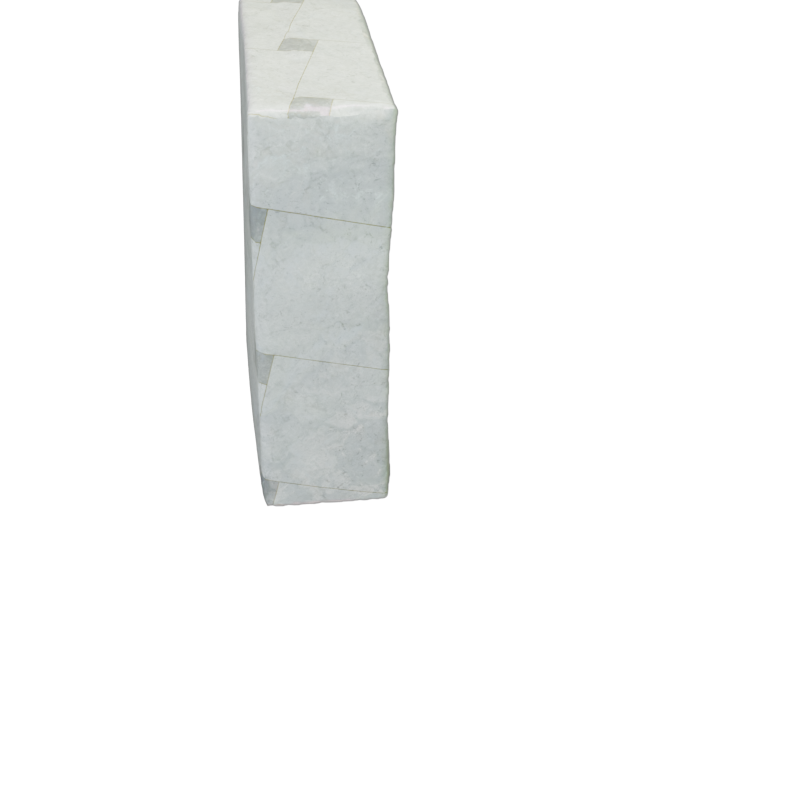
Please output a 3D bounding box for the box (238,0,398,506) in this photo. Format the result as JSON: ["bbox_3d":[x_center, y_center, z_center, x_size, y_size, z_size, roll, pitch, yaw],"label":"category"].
[{"bbox_3d":[-0.045,-0.082,0.571,0.071,0.201,0.176,-2,33,-8],"label":"box"}]
